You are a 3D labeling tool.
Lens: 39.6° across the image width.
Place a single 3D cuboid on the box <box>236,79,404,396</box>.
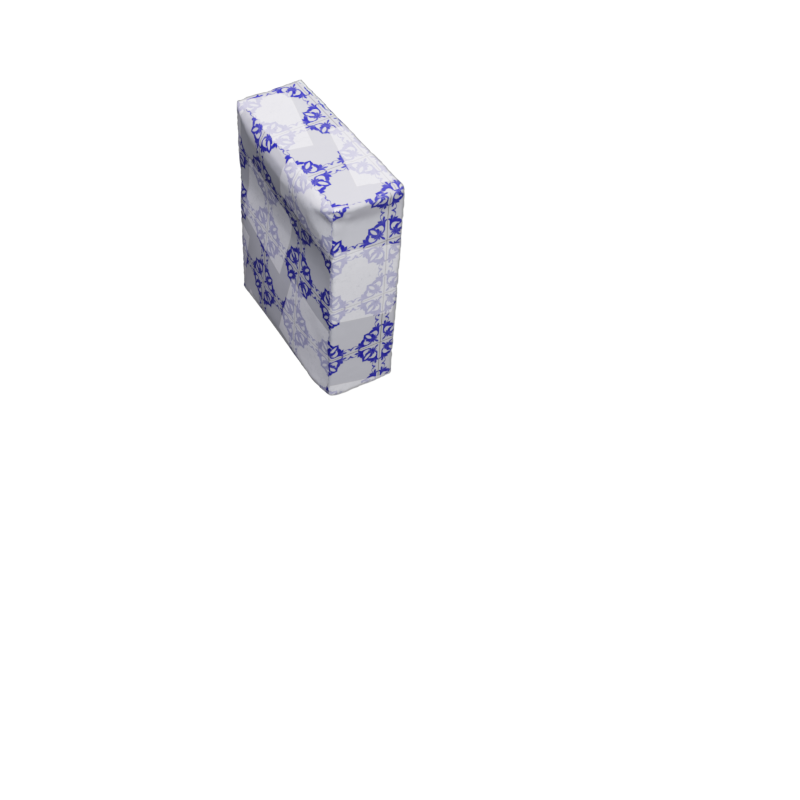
[{"bbox_3d":[-0.073,-0.133,0.932,0.071,0.199,0.177,-21,51,-22],"label":"box"}]
